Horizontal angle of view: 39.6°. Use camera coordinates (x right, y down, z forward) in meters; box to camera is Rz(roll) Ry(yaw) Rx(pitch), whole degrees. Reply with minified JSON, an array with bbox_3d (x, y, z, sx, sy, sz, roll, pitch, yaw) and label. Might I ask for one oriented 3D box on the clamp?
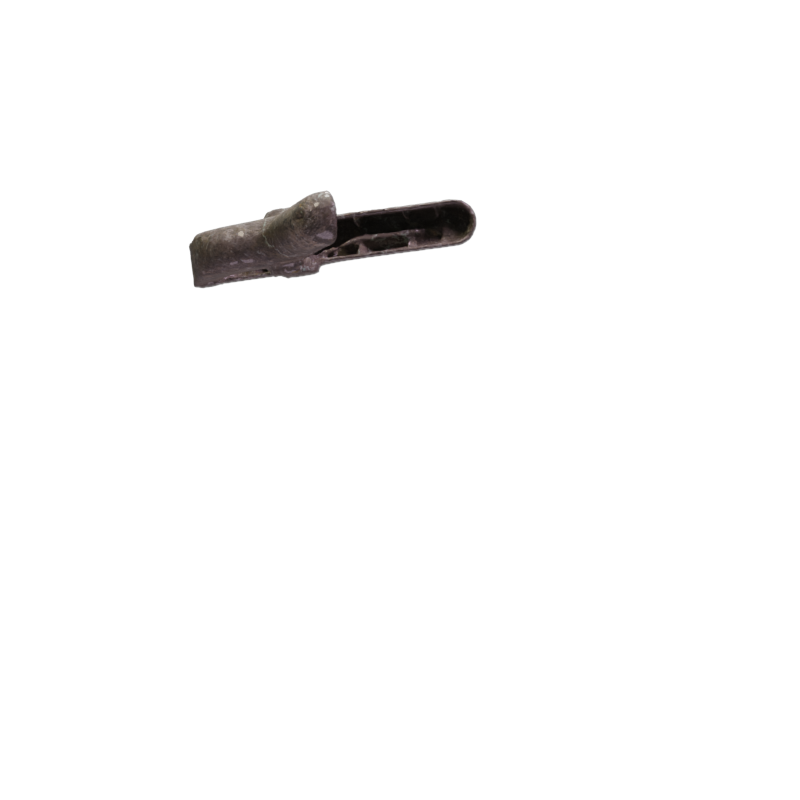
[{"bbox_3d":[-0.047,-0.086,0.603,0.115,0.040,0.177,1,-1,-39],"label":"clamp"}]
